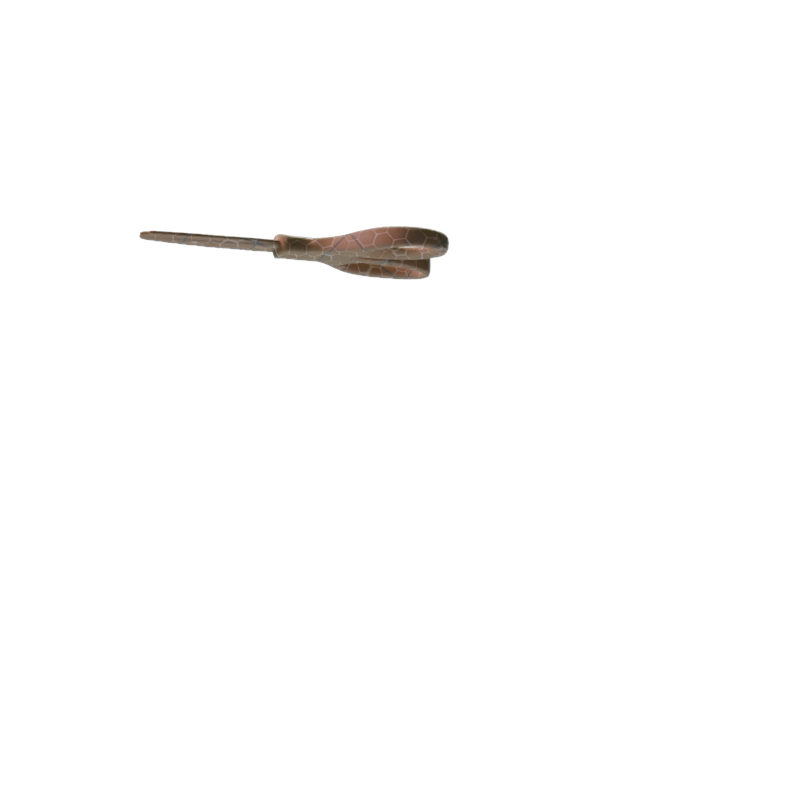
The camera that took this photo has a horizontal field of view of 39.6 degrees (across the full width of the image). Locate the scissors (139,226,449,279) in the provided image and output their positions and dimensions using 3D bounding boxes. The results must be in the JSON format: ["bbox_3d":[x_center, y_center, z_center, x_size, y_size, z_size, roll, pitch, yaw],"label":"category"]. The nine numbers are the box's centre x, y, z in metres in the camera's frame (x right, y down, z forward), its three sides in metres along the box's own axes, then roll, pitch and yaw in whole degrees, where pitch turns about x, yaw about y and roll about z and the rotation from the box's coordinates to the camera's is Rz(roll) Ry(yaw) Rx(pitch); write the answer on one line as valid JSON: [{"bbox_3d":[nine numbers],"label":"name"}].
[{"bbox_3d":[-0.056,-0.102,0.713,0.193,0.016,0.097,6,-11,-32],"label":"scissors"}]
